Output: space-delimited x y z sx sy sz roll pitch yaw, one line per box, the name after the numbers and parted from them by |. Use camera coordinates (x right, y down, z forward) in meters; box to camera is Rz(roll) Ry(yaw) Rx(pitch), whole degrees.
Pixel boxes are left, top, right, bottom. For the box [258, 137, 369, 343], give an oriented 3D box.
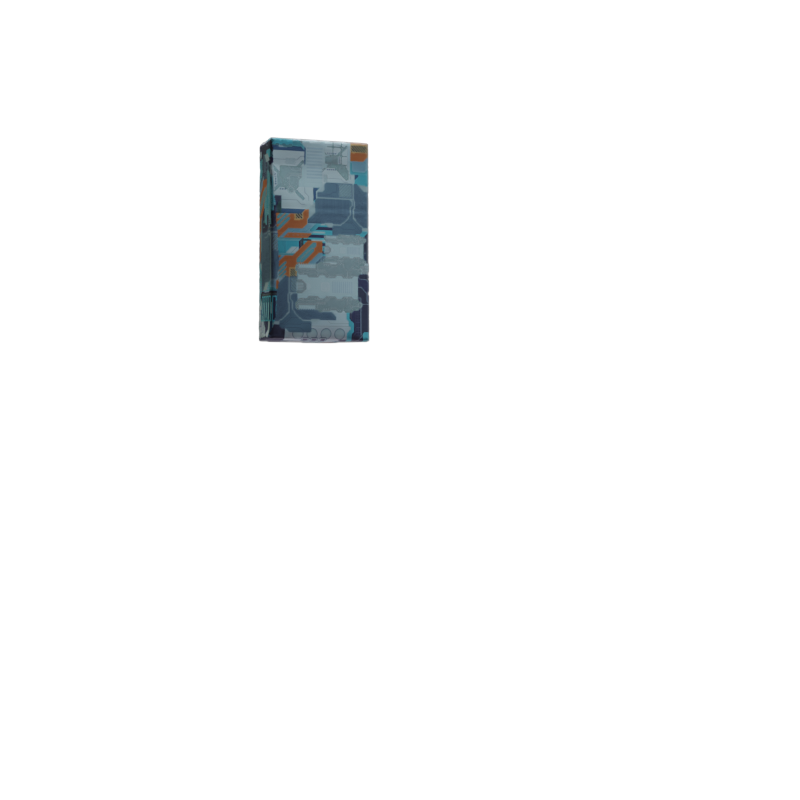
-0.076 -0.139 0.976 0.091 0.180 0.048 2 -8 -19 | box
